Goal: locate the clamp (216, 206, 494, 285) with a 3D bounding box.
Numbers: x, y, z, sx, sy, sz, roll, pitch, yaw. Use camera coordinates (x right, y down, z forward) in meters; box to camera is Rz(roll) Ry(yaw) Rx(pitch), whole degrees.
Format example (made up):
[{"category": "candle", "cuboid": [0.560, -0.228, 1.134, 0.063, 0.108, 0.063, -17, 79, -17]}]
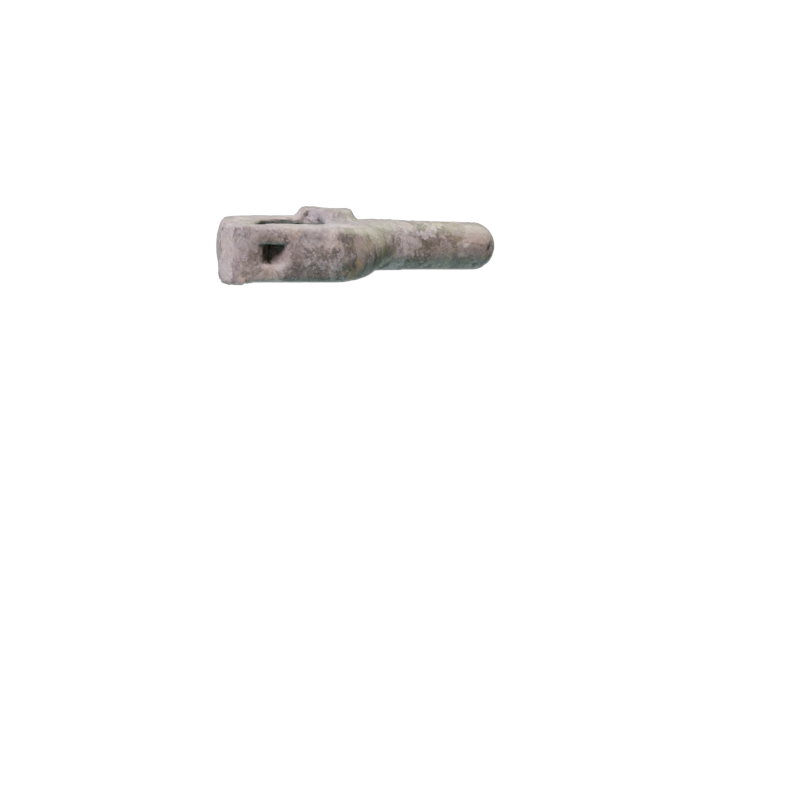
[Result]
[{"category": "clamp", "cuboid": [-0.044, -0.079, 0.556, 0.125, 0.039, 0.166, 5, 9, 36]}]
